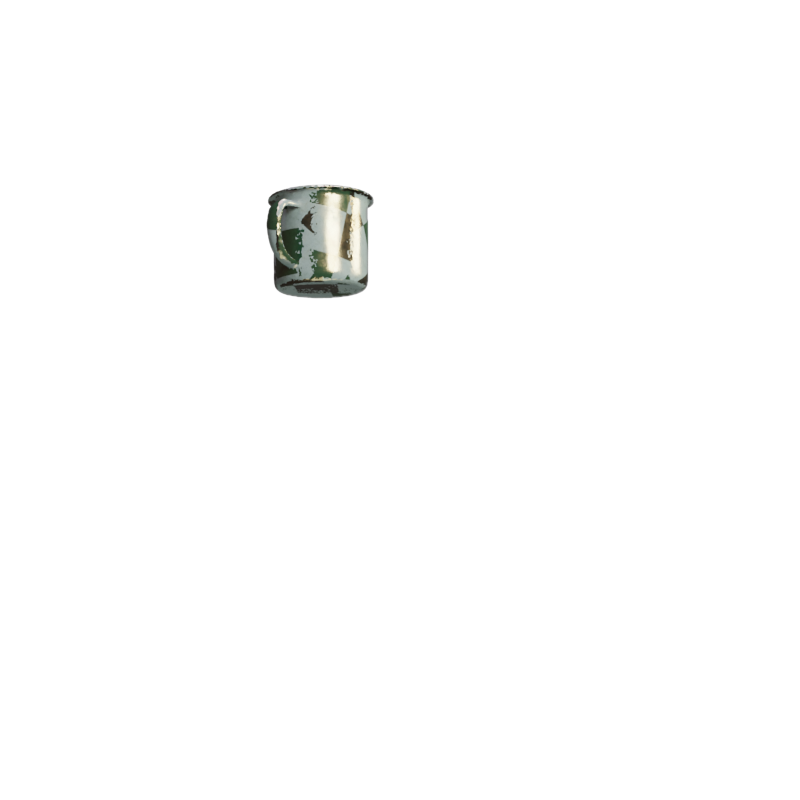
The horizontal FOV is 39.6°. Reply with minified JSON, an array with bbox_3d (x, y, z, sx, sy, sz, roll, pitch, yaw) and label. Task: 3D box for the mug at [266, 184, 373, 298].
[{"bbox_3d":[-0.075,-0.136,0.954,0.096,0.084,0.111,-6,-11,30],"label":"mug"}]
